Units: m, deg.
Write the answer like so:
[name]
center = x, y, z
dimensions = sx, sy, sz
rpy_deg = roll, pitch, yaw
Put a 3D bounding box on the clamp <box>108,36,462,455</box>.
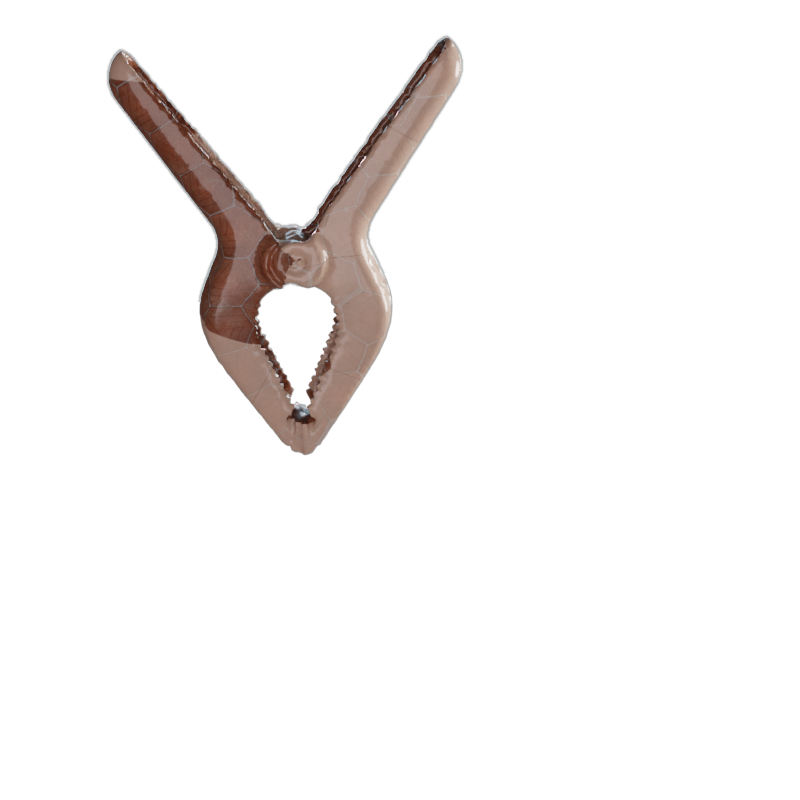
[clamp]
center = -0.042, -0.077, 0.540
dimensions = 0.165, 0.202, 0.038
rpy_deg = -8, 15, 2
